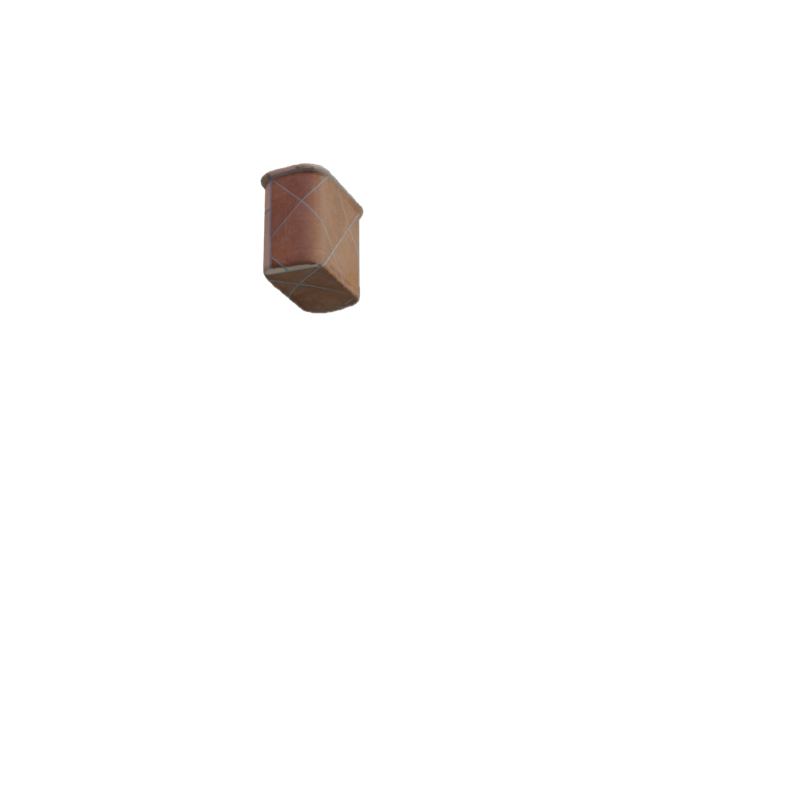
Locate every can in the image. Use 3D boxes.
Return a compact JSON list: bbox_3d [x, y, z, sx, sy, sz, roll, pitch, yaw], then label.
[{"bbox_3d":[-0.069,-0.125,0.876,0.058,0.088,0.095,-11,-24,21],"label":"can"}]
